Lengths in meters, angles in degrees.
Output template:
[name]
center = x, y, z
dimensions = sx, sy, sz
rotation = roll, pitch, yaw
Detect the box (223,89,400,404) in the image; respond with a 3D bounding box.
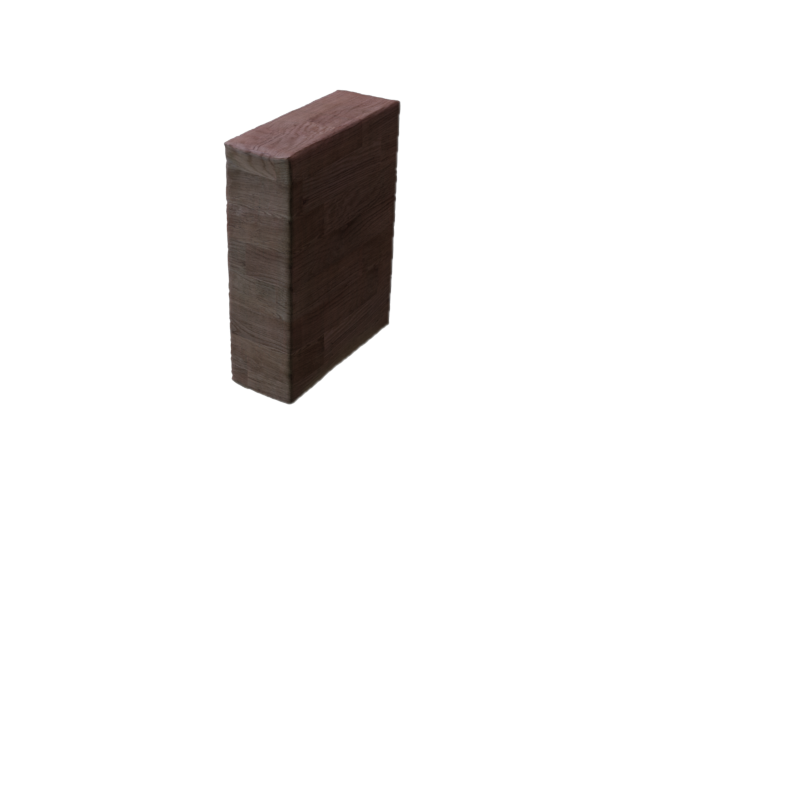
[box]
center = -0.072, -0.130, 0.914
dimensions = 0.075, 0.202, 0.166
rotation = 16, 32, 25
